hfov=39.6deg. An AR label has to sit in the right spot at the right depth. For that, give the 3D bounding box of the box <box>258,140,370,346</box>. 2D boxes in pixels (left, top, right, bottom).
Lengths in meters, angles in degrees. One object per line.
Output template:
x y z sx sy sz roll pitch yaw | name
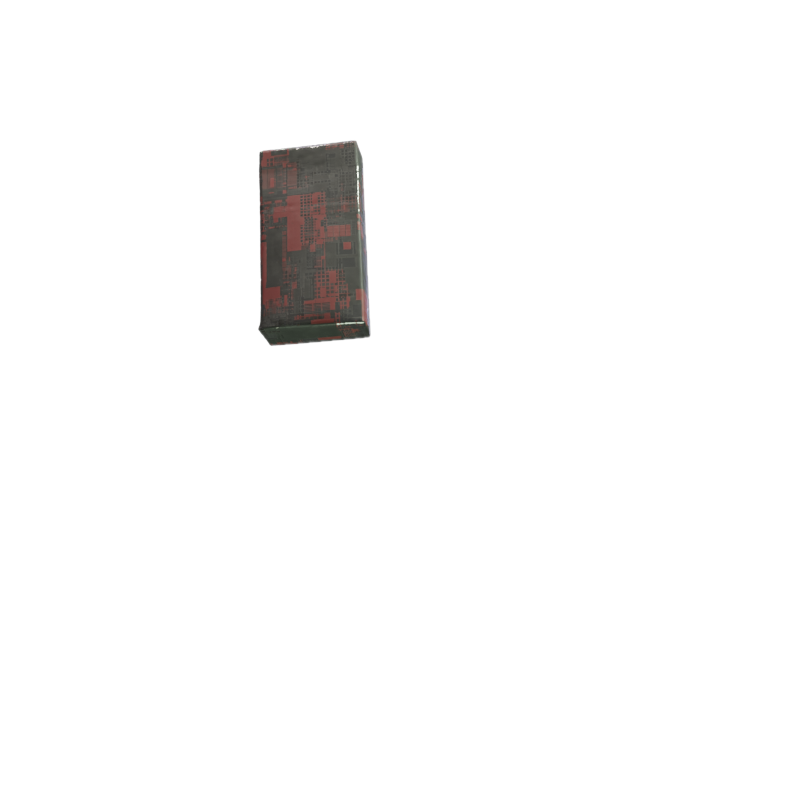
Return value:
-0.077 -0.140 0.983 0.094 0.186 0.045 -5 -25 8 | box
